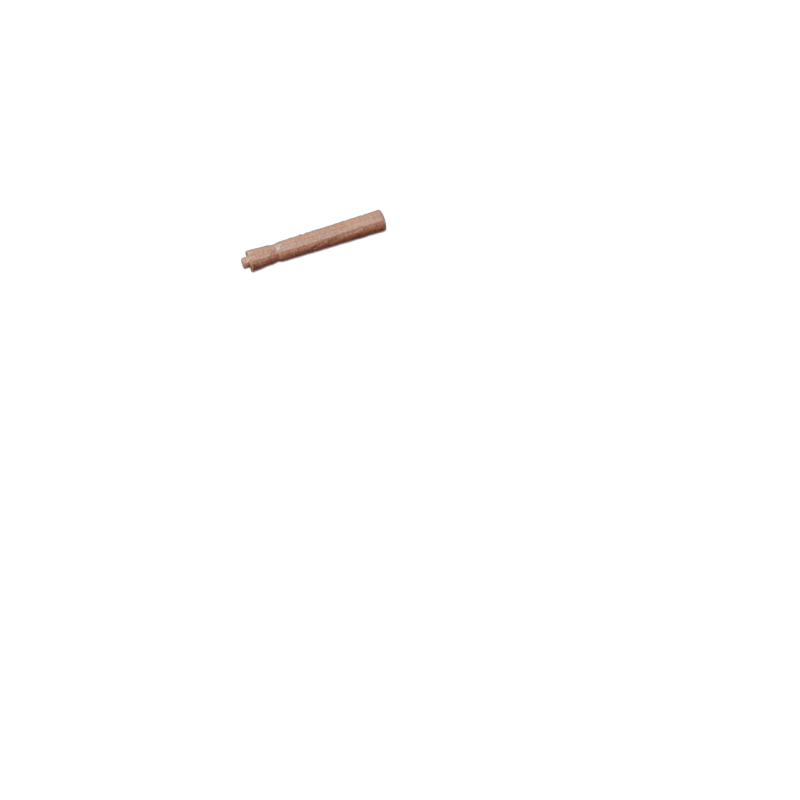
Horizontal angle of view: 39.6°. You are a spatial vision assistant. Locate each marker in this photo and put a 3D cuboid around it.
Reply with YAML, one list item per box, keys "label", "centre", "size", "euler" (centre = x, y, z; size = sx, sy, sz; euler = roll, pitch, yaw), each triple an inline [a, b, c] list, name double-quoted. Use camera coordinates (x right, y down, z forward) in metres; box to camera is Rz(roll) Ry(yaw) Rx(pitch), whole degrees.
- label: "marker"
  centre: [-0.070, -0.128, 0.895]
  size: [0.120, 0.019, 0.020]
  euler: [-19, 8, -11]
